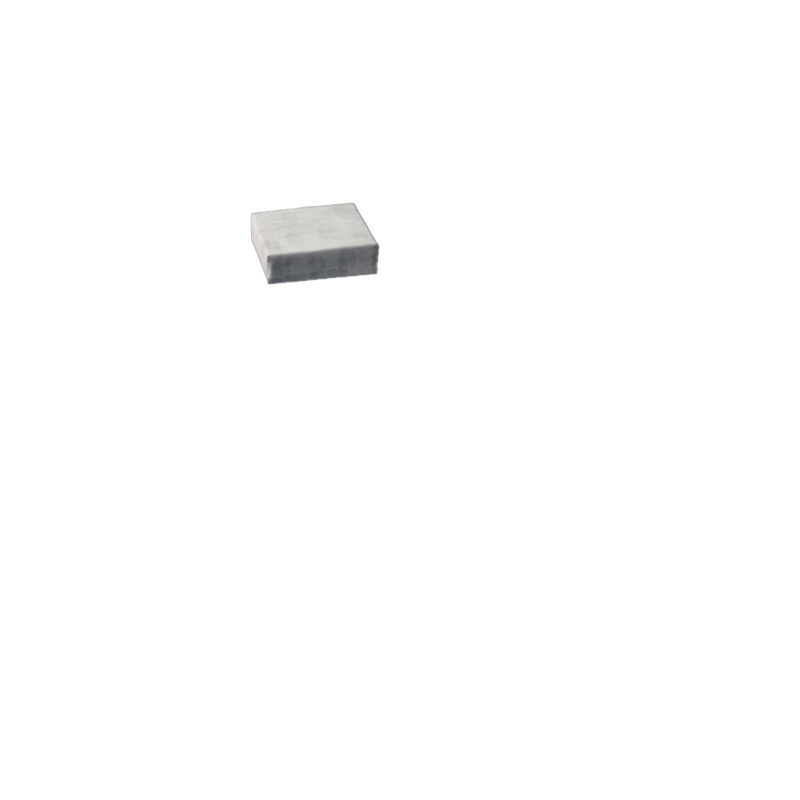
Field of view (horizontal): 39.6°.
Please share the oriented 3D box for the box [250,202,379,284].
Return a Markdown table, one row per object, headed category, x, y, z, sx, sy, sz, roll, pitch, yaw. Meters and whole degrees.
| category | x | y | z | sx | sy | sz | roll | pitch | yaw |
| --- | --- | --- | --- | --- | --- | --- | --- | --- | --- |
| box | -0.068 | -0.124 | 0.871 | 0.088 | 0.028 | 0.079 | -8 | 35 | -12 |
